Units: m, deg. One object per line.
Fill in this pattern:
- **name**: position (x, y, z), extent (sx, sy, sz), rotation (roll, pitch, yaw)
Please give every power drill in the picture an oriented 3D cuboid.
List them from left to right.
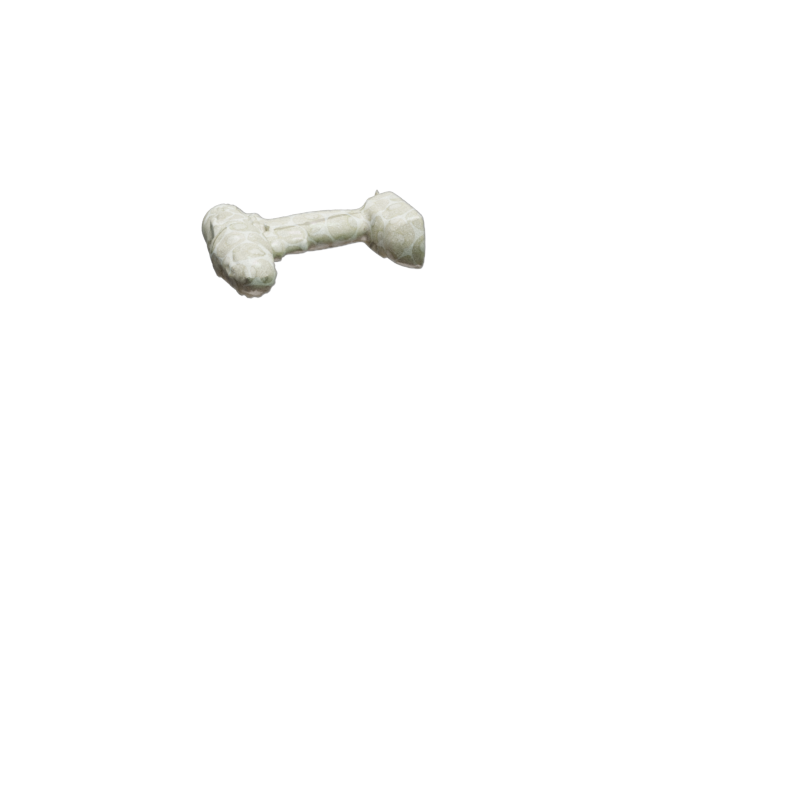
- **power drill**: position (-0.077, -0.140, 0.982), extent (0.185, 0.055, 0.196), rotation (-6, 25, -14)
